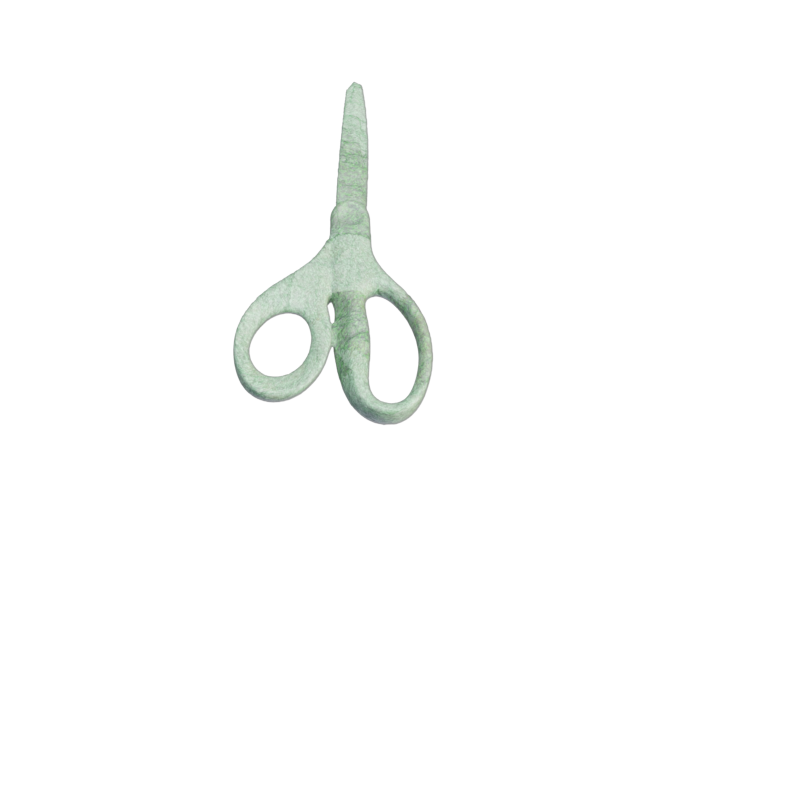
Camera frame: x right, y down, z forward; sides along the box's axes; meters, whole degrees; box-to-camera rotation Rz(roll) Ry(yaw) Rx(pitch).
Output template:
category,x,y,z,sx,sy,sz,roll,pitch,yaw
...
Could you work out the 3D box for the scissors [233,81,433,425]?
category,x,y,z,sx,sy,sz,roll,pitch,yaw
scissors,-0.041,-0.075,0.527,0.095,0.217,0.015,-11,-35,-8
